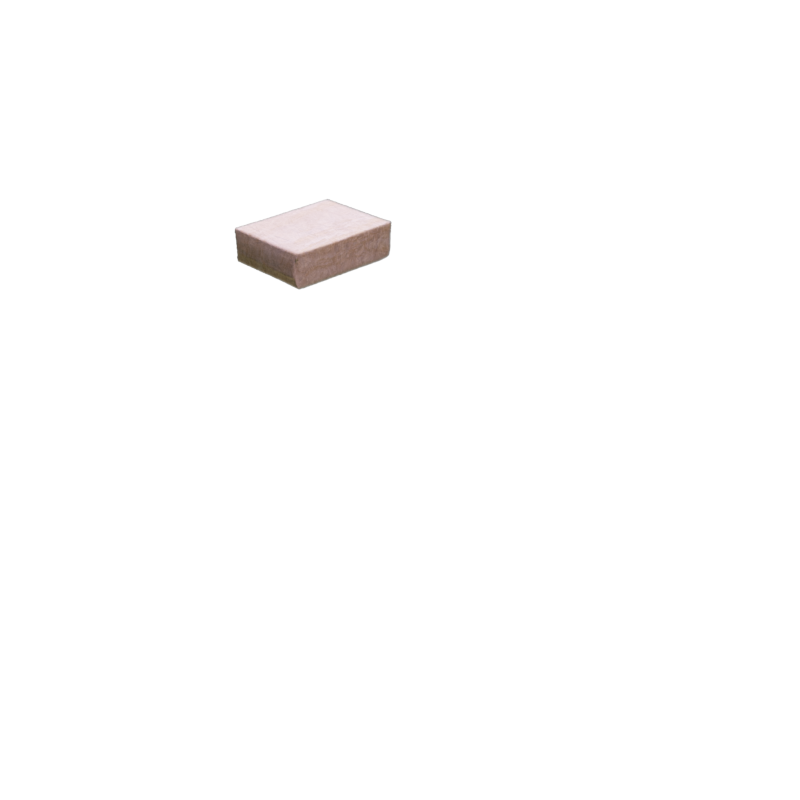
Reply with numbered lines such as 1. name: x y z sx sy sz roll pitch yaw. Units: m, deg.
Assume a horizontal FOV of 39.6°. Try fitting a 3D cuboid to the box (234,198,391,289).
1. box: -0.078 -0.142 0.994 0.112 0.037 0.096 -22 35 -37
